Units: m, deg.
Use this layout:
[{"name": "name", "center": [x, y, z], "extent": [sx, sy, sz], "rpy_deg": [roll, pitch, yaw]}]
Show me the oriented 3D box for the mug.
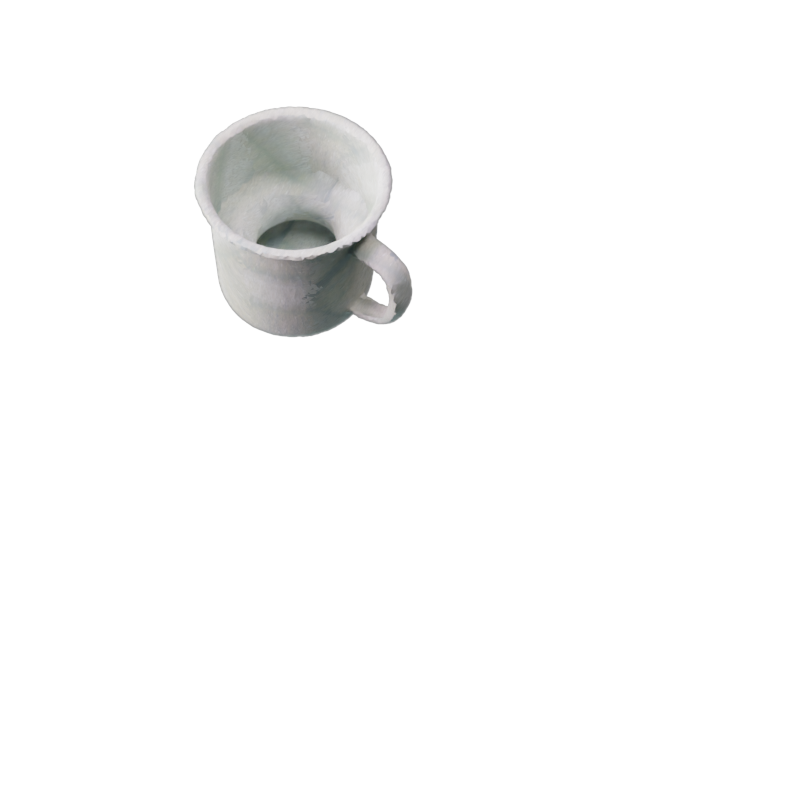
[{"name": "mug", "center": [-0.043, -0.078, 0.548], "extent": [0.123, 0.095, 0.076], "rpy_deg": [33, -28, 19]}]
